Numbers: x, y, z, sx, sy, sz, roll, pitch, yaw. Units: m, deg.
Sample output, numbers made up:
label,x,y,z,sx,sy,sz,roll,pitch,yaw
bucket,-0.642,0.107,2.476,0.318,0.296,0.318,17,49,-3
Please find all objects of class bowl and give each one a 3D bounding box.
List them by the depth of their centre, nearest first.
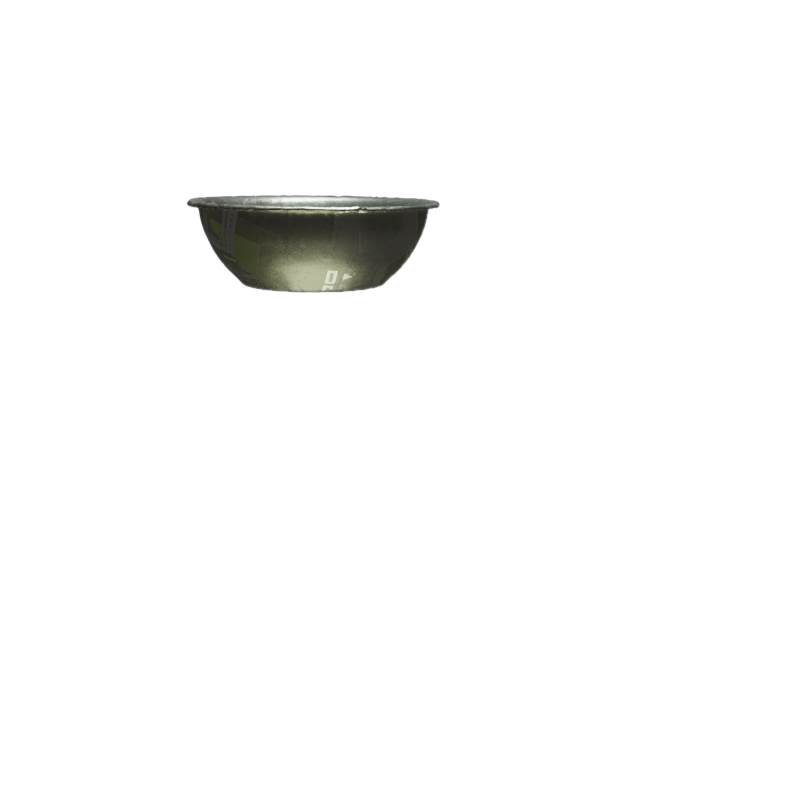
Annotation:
label,x,y,z,sx,sy,sz,roll,pitch,yaw
bowl,-0.056,-0.102,0.711,0.162,0.054,0.166,0,12,-2
